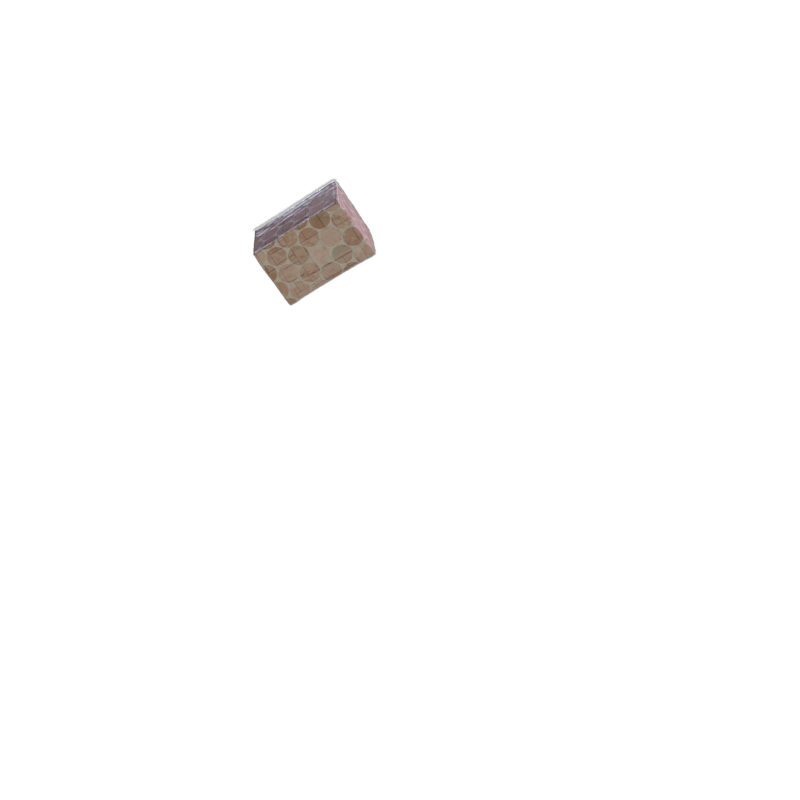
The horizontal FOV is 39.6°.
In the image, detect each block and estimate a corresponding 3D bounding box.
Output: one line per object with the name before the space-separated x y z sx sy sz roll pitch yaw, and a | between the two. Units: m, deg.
block | -0.065 -0.119 0.836 0.078 0.050 0.054 -30 24 12
